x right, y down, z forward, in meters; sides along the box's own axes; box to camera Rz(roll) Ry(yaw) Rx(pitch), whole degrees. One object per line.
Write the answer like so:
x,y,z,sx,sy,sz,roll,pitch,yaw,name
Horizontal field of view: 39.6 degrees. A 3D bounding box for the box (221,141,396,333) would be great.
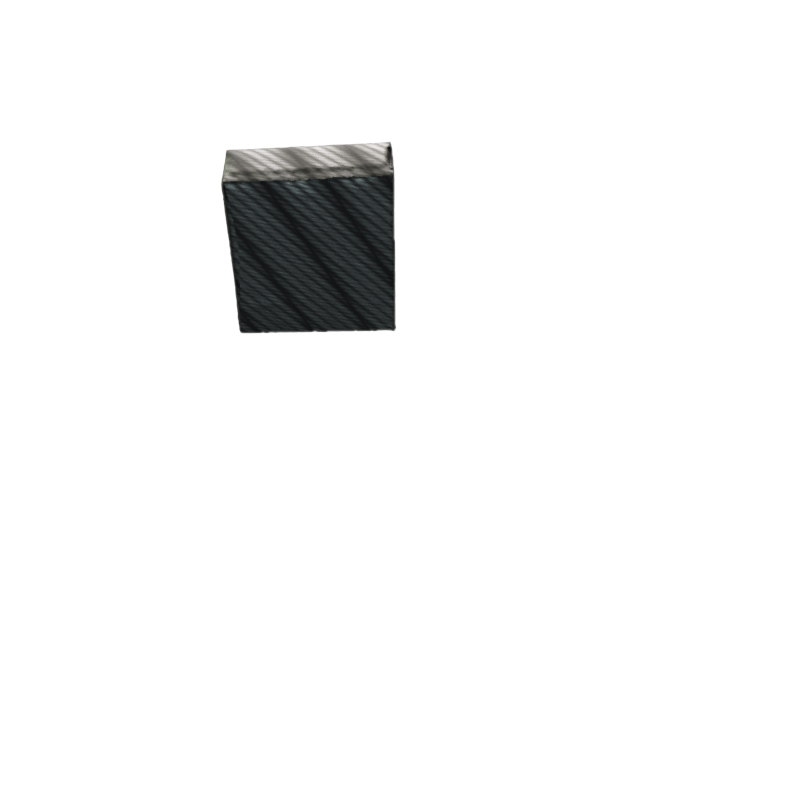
-0.039,-0.071,0.498,0.073,0.083,0.032,-2,41,1,box
